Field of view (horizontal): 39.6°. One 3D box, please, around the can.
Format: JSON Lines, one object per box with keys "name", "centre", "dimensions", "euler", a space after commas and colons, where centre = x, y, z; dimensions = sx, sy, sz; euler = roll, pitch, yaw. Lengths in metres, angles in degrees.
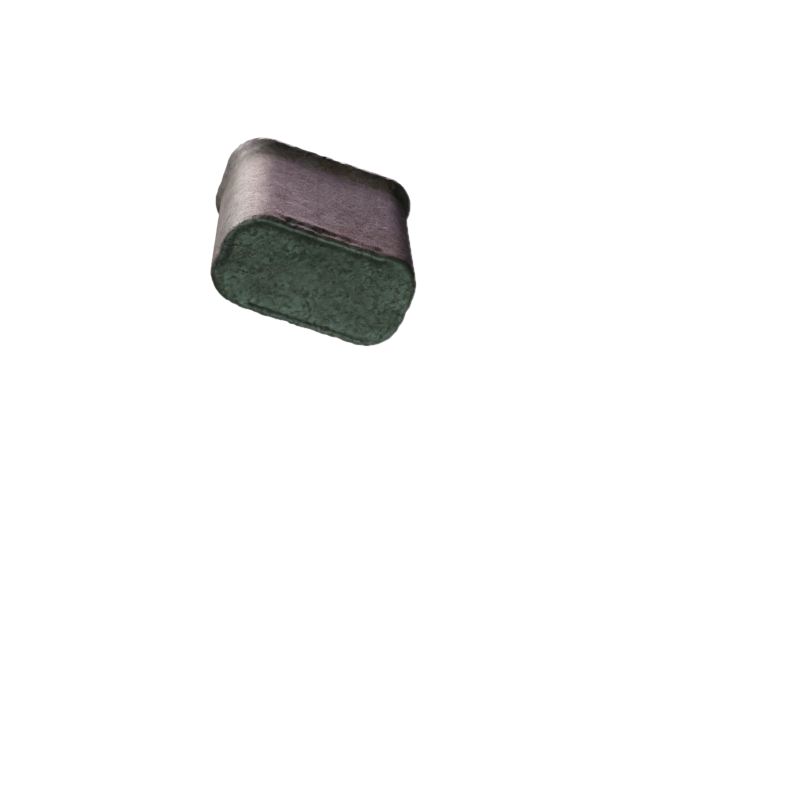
{"name": "can", "centre": [-0.044, -0.080, 0.559], "dimensions": [0.100, 0.055, 0.089], "euler": [17, 32, -13]}
